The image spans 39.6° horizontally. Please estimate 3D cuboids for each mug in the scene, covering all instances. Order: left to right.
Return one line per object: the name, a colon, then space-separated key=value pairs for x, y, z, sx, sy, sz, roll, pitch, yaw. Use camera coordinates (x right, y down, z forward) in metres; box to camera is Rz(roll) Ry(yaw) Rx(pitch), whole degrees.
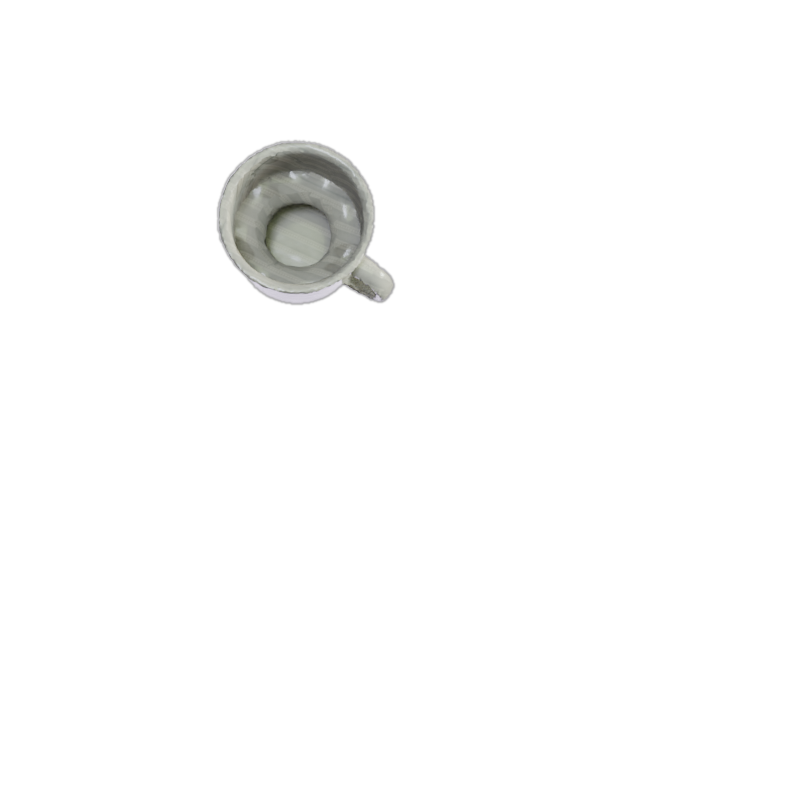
mug: x=-0.054 y=-0.099 z=0.693 sx=0.119 sy=0.094 sz=0.080 roll=32 pitch=-9 yaw=4
